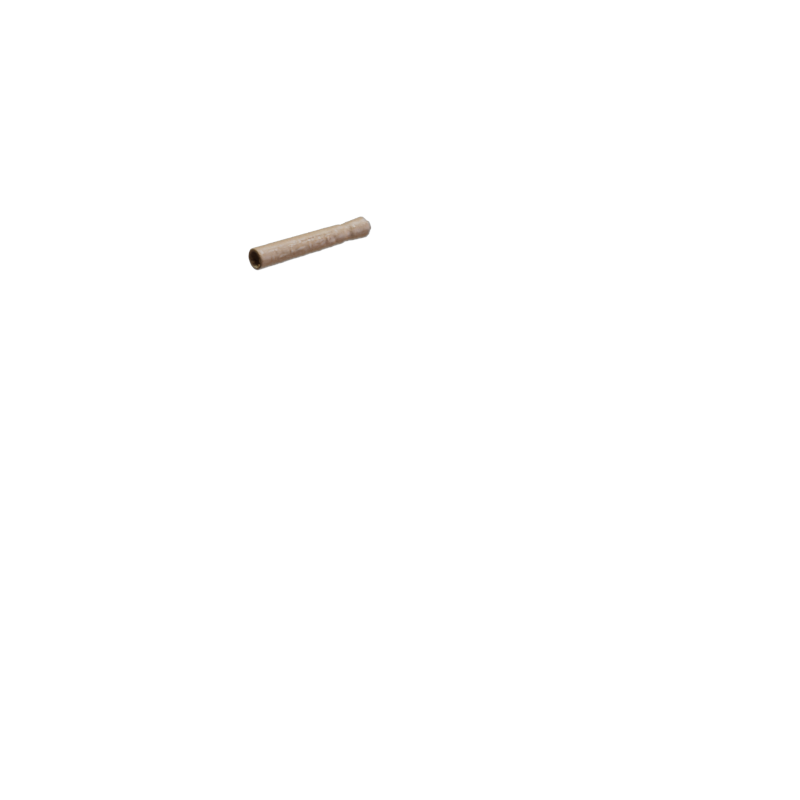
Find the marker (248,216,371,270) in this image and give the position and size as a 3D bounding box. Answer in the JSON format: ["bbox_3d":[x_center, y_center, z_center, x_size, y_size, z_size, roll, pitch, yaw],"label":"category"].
[{"bbox_3d":[-0.073,-0.133,0.934,0.119,0.019,0.021,-23,17,-35],"label":"marker"}]
